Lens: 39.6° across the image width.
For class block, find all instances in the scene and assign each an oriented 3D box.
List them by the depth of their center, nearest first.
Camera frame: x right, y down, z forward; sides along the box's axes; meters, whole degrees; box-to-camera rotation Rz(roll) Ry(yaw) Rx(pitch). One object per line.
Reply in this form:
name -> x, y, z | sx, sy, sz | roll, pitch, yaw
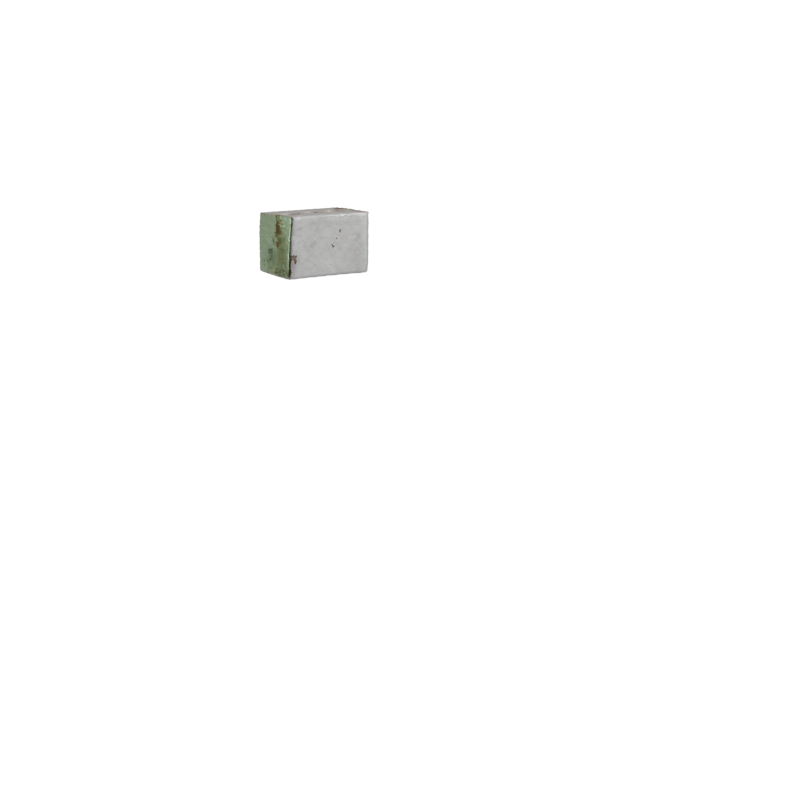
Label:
block -> -0.072, -0.132, 0.922 | 0.076, 0.050, 0.056 | -9, 15, -34
